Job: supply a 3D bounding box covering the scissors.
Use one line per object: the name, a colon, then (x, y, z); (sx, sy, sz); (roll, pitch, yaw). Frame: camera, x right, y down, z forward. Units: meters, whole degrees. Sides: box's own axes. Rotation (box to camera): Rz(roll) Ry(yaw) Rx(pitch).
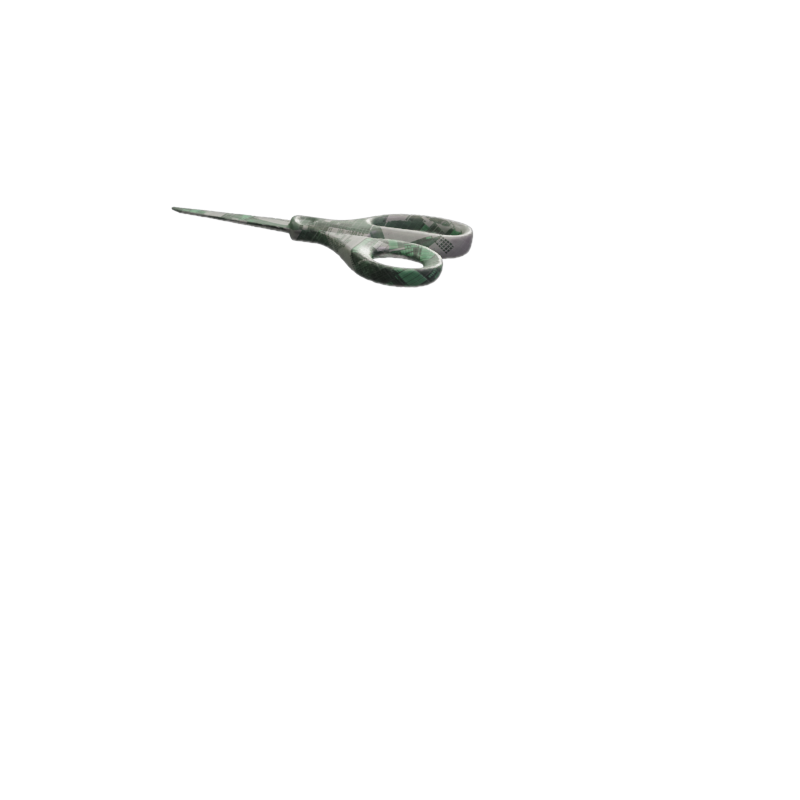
scissors: (-0.055, -0.101, 0.704); (0.203, 0.015, 0.101); (2, 30, 4)
